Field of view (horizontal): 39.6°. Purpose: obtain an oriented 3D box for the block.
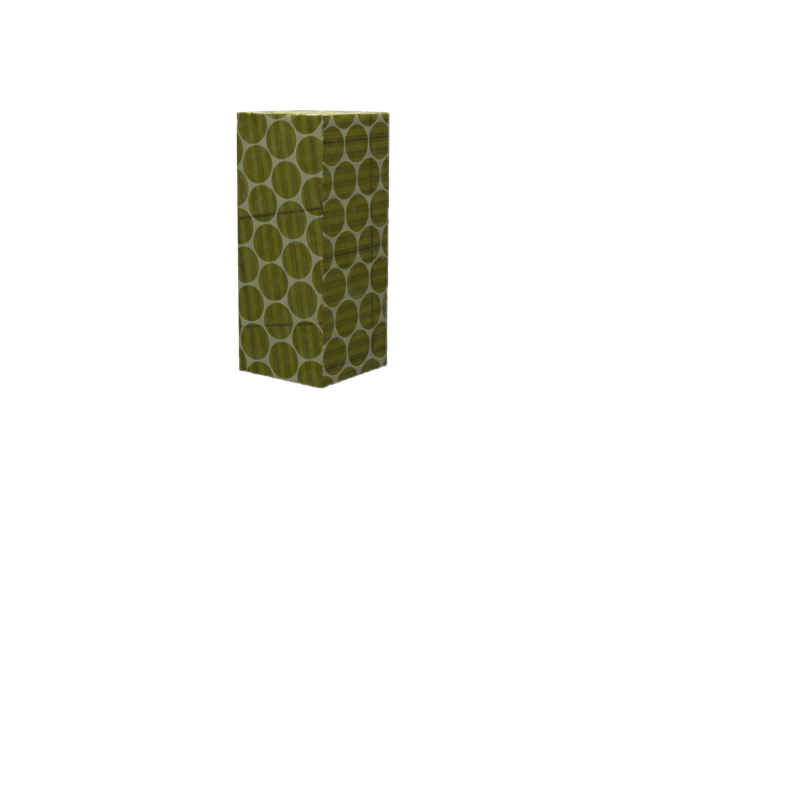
[{"bbox_3d":[-0.069,-0.126,0.883,0.094,0.202,0.089,8,12,35],"label":"block"}]
